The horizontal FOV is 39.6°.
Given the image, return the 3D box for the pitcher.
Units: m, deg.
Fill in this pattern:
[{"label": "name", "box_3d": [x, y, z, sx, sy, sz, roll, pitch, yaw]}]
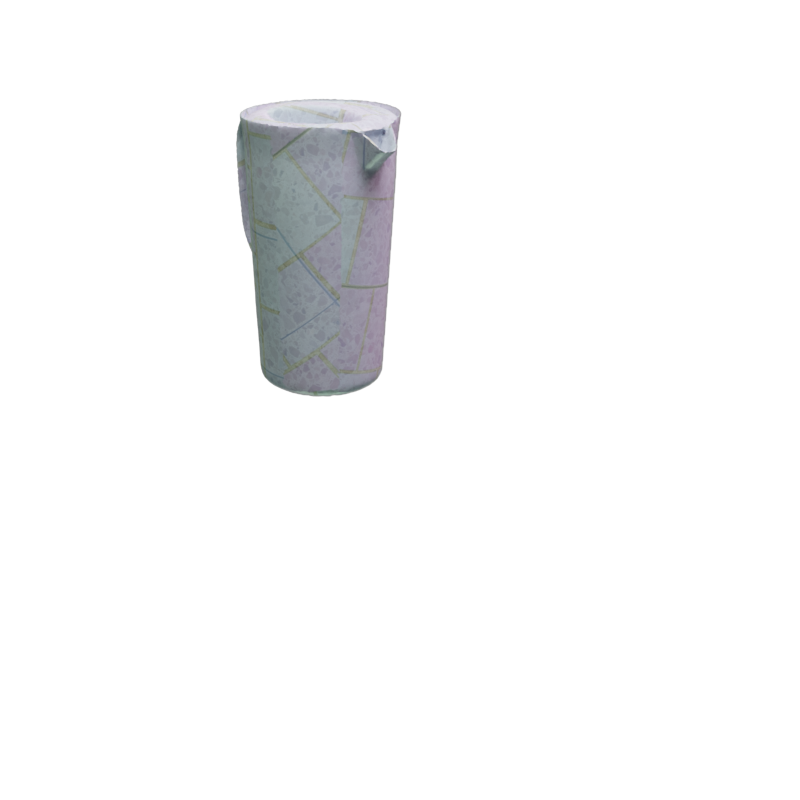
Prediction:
[{"label": "pitcher", "box_3d": [-0.075, -0.136, 0.954, 0.145, 0.233, 0.155, 1, 20, 0]}]
